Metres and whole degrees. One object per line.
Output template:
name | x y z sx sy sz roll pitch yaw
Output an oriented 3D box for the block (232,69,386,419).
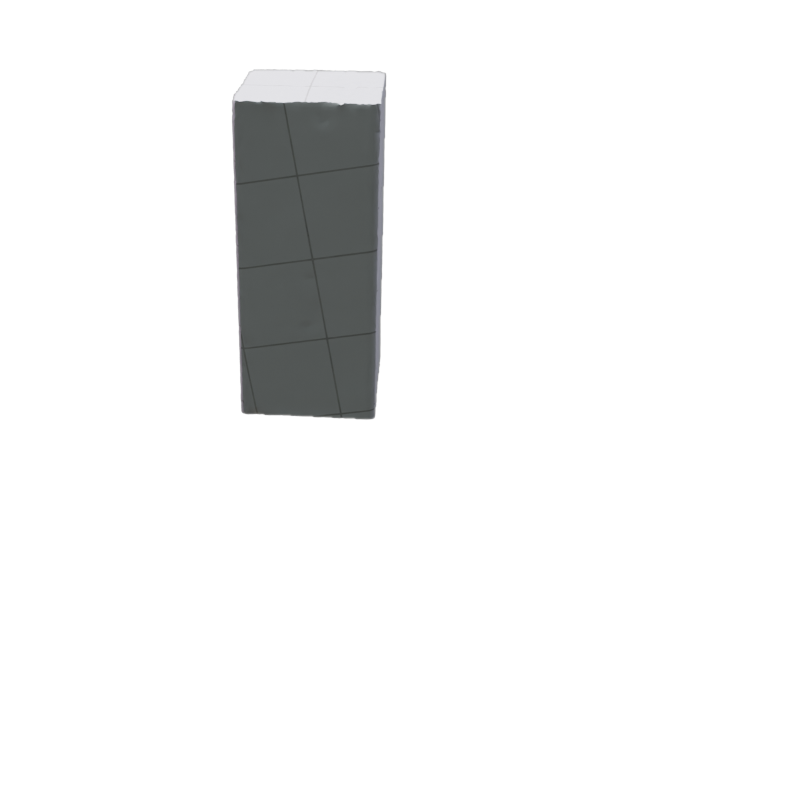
block | -0.057 -0.102 0.714 0.090 0.196 0.095 2 23 2
